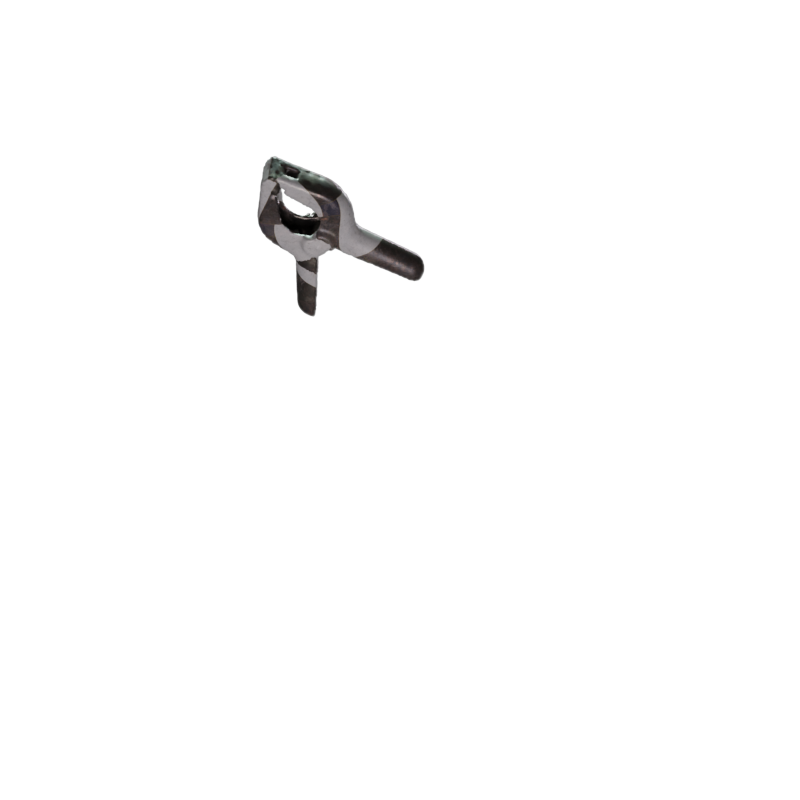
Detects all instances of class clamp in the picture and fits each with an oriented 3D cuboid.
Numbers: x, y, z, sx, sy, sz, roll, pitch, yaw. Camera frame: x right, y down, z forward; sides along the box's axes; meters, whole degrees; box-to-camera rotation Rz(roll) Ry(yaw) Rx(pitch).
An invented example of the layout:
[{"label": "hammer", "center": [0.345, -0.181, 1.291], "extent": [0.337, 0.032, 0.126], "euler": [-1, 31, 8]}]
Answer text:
[{"label": "clamp", "center": [-0.073, -0.133, 0.935], "extent": [0.120, 0.042, 0.160], "euler": [-30, -54, 25]}]
